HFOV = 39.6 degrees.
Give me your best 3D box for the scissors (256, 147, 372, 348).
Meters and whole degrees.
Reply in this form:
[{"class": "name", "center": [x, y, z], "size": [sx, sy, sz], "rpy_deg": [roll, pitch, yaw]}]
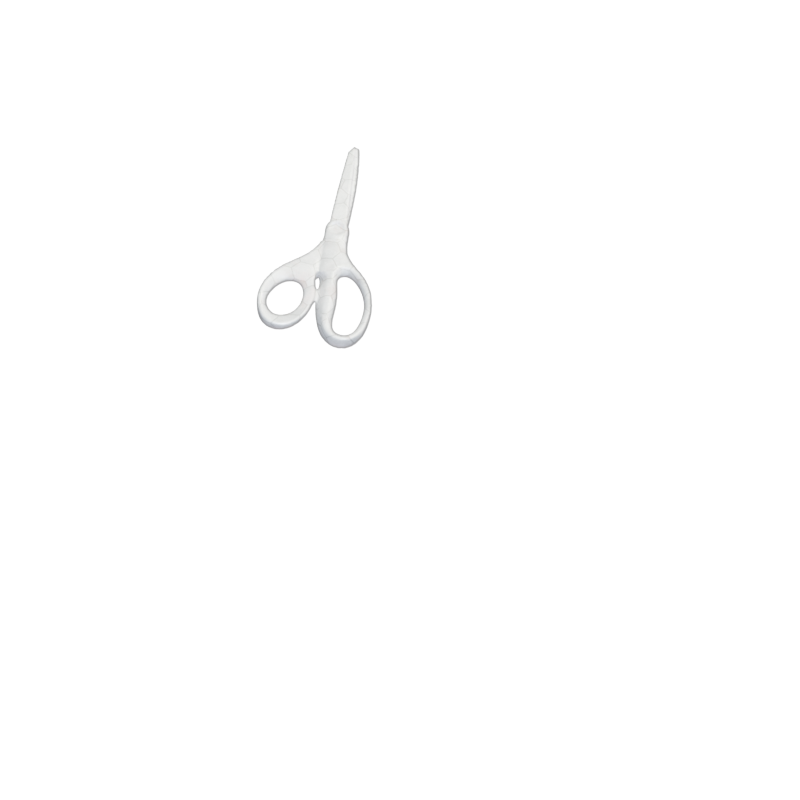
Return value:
[{"class": "scissors", "center": [-0.069, -0.126, 0.881], "size": [0.096, 0.217, 0.015], "rpy_deg": [-6, -37, -4]}]
